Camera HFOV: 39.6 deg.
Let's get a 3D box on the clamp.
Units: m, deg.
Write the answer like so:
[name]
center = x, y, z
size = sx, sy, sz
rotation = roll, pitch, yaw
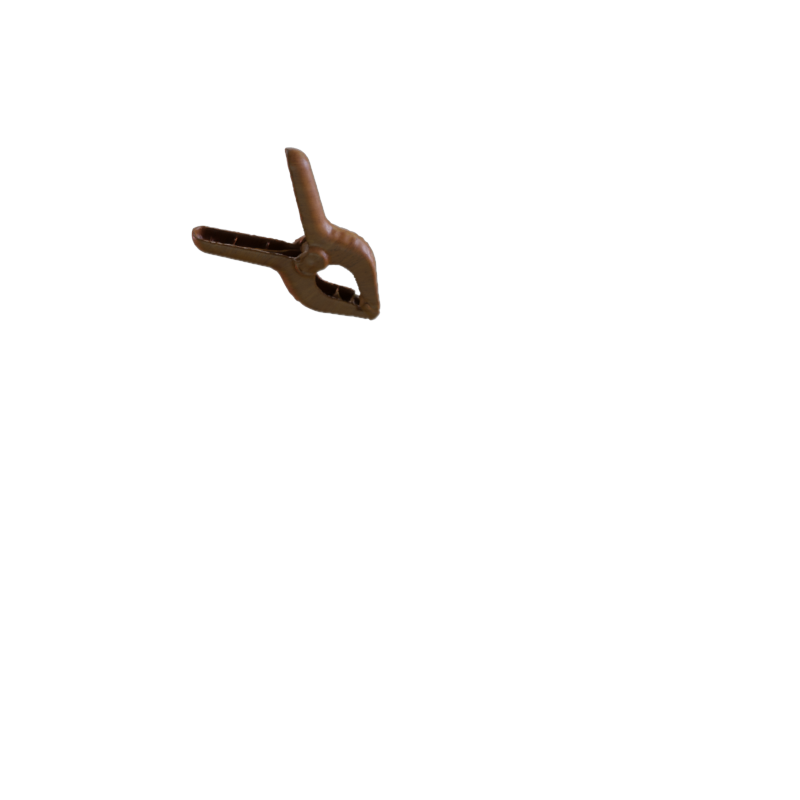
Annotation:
[clamp]
center = -0.071, -0.130, 0.912
size = 0.163, 0.042, 0.118
rotation = 30, -54, -25
